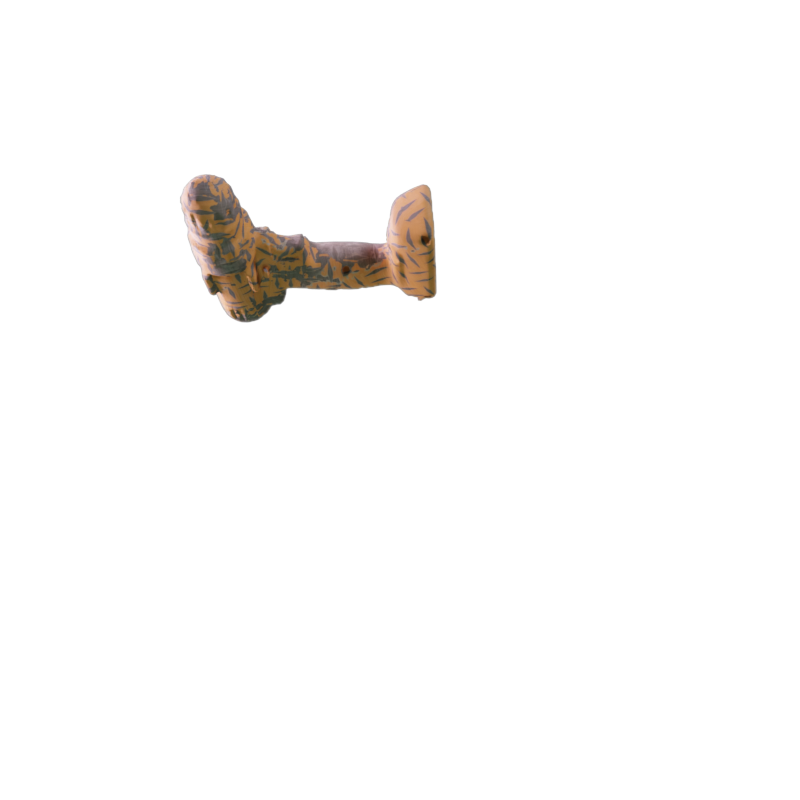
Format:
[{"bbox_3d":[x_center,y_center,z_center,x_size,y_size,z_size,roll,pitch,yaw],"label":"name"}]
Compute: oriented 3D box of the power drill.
[{"bbox_3d":[-0.067,-0.123,0.858,0.189,0.061,0.173,-2,-23,5],"label":"power drill"}]
